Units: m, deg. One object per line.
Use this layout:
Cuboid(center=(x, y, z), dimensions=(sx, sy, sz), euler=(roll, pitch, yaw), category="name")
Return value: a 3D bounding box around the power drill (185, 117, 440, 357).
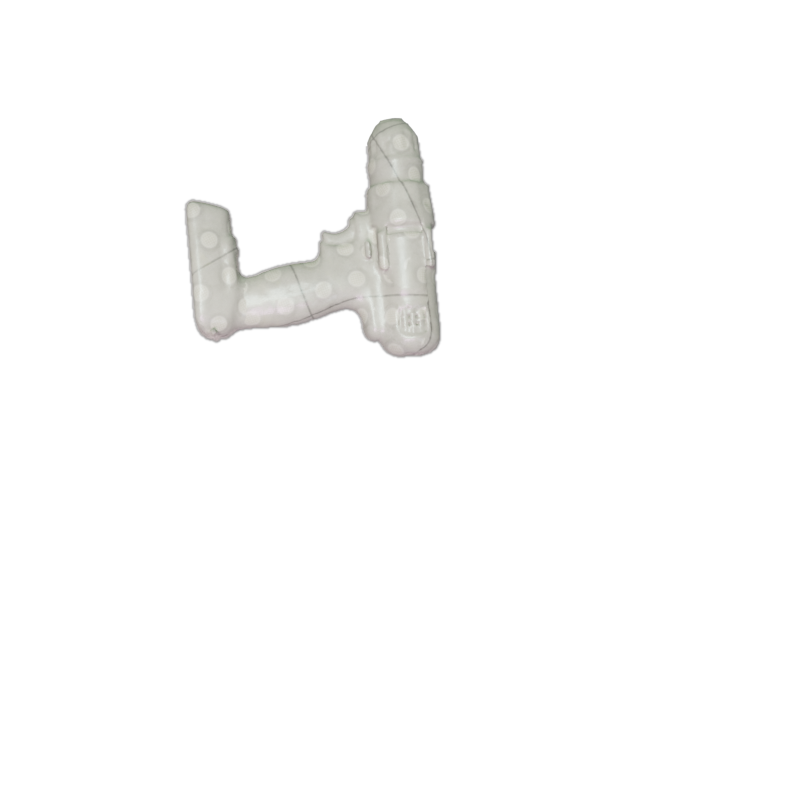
Cuboid(center=(-0.066, -0.120, 0.840), dimensions=(0.187, 0.190, 0.056), euler=(-5, -12, -1), category="power drill")
